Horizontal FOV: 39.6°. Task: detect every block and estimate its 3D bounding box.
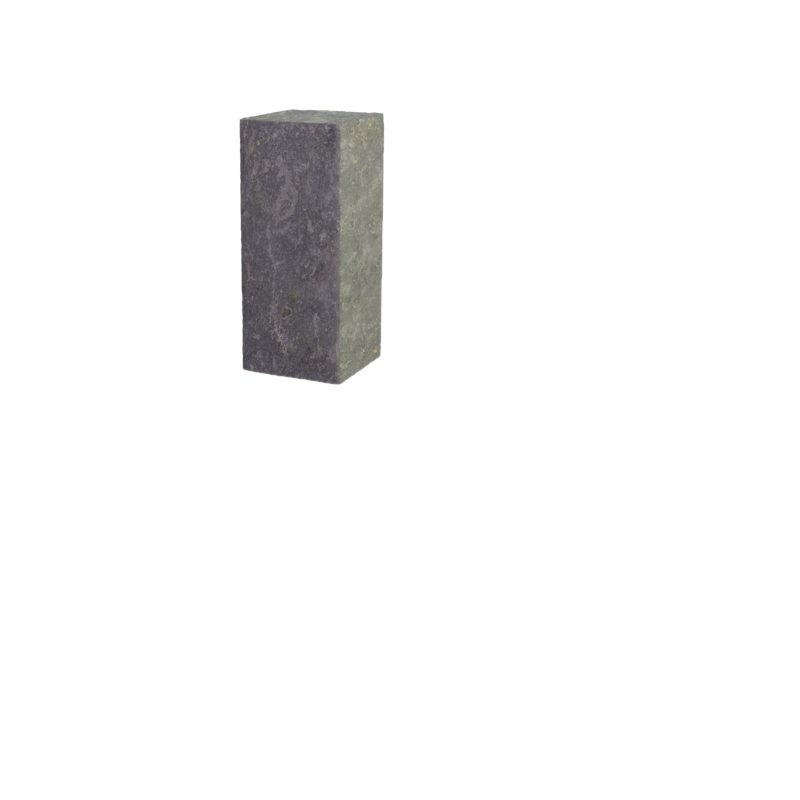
[{"bbox_3d":[-0.070,-0.129,0.903,0.093,0.200,0.090,7,15,23],"label":"block"}]
